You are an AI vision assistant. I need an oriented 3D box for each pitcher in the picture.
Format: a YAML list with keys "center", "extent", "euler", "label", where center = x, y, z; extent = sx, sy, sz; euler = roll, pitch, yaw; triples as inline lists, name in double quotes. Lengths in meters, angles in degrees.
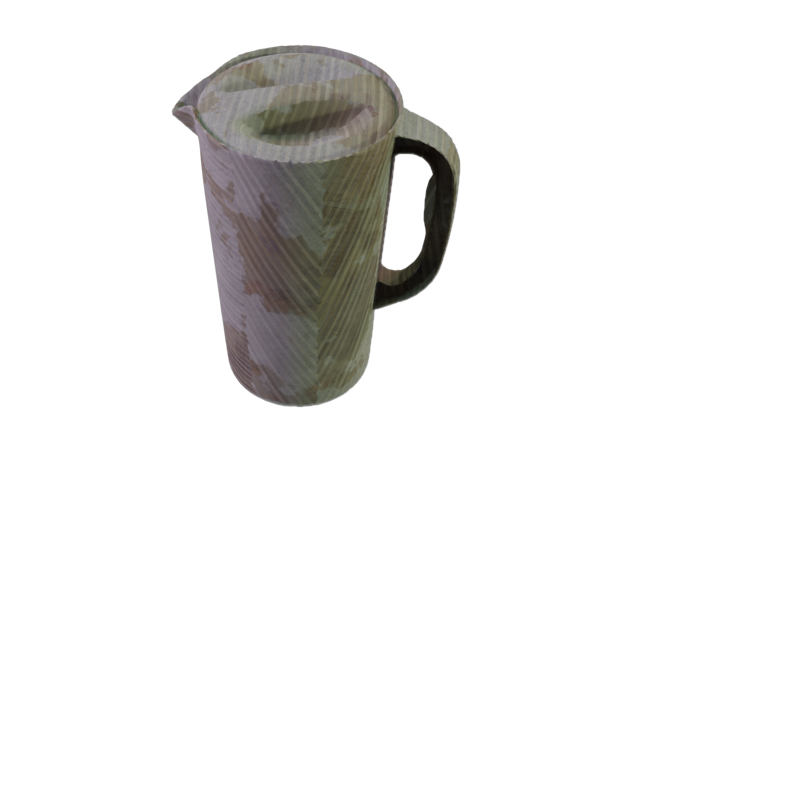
- center: [-0.060, -0.109, 0.765]
  extent: [0.144, 0.226, 0.161]
  euler: [-24, 51, -25]
  label: "pitcher"
